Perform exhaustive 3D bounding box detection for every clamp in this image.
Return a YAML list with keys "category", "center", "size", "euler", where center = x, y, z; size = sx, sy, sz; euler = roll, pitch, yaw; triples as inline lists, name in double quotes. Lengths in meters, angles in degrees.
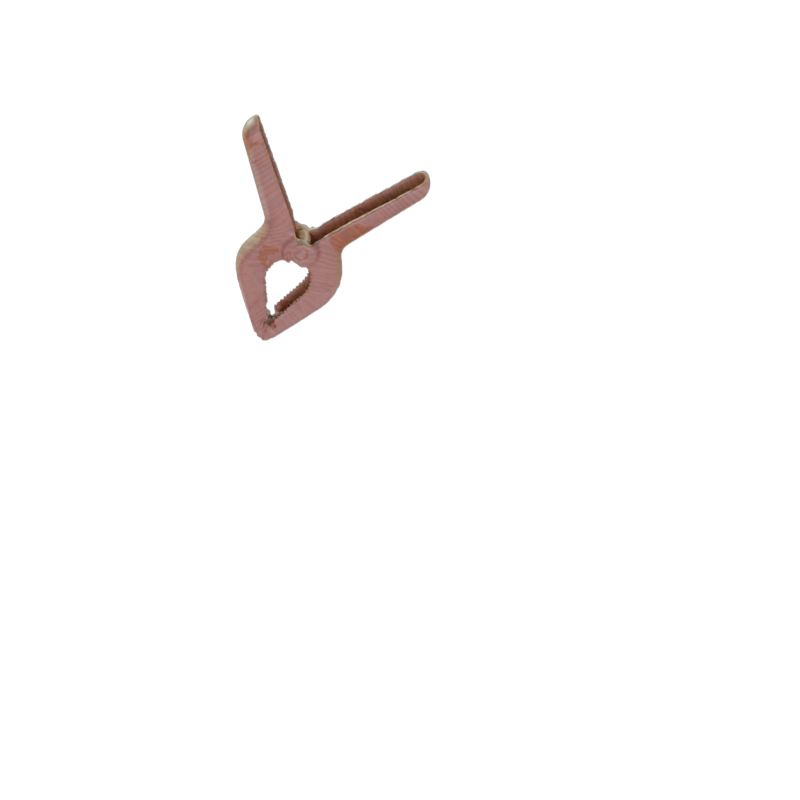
- category: "clamp"
  center: [-0.075, -0.138, 0.964]
  size: [0.162, 0.200, 0.039]
  euler: [13, 33, -9]
